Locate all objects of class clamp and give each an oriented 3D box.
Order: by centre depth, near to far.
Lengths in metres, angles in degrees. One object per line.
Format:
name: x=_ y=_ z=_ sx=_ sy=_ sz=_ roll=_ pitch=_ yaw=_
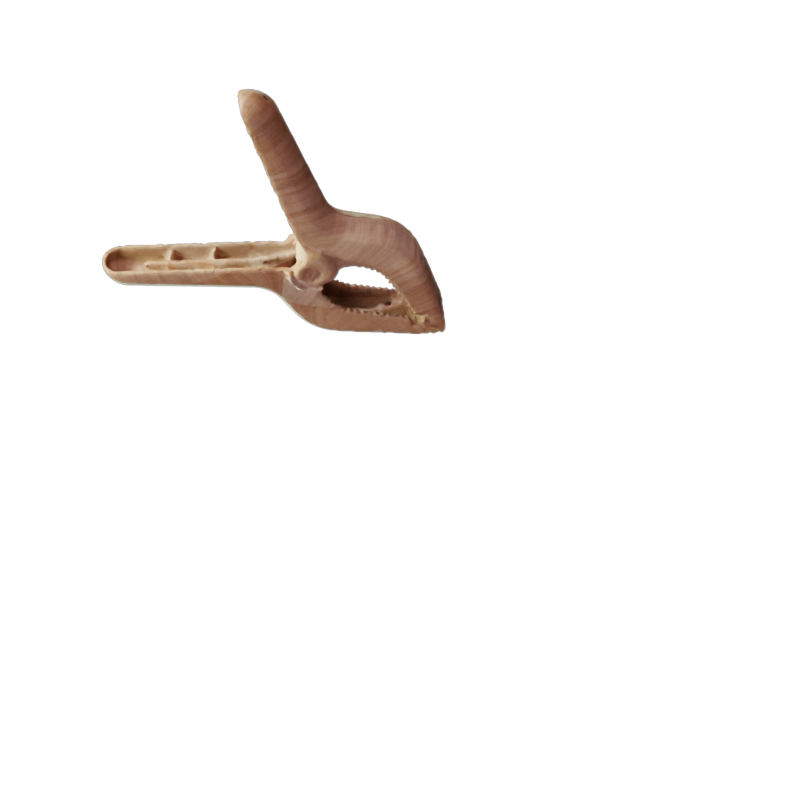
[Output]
clamp: x=-0.052 y=-0.094 z=0.660 sx=0.201 sy=0.039 sz=0.160 roll=20 pitch=-43 yaw=-23
